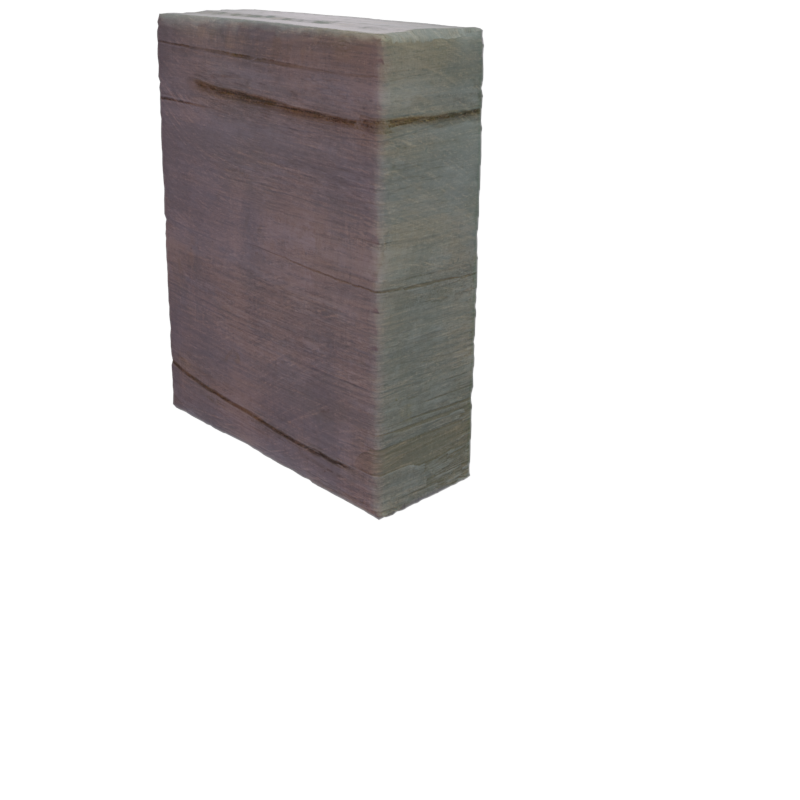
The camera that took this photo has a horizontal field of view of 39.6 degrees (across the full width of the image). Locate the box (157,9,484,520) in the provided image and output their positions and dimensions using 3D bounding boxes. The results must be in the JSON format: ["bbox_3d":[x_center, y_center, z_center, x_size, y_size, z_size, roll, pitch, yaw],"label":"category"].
[{"bbox_3d":[-0.042,-0.077,0.537,0.070,0.206,0.174,-14,24,-40],"label":"box"}]
